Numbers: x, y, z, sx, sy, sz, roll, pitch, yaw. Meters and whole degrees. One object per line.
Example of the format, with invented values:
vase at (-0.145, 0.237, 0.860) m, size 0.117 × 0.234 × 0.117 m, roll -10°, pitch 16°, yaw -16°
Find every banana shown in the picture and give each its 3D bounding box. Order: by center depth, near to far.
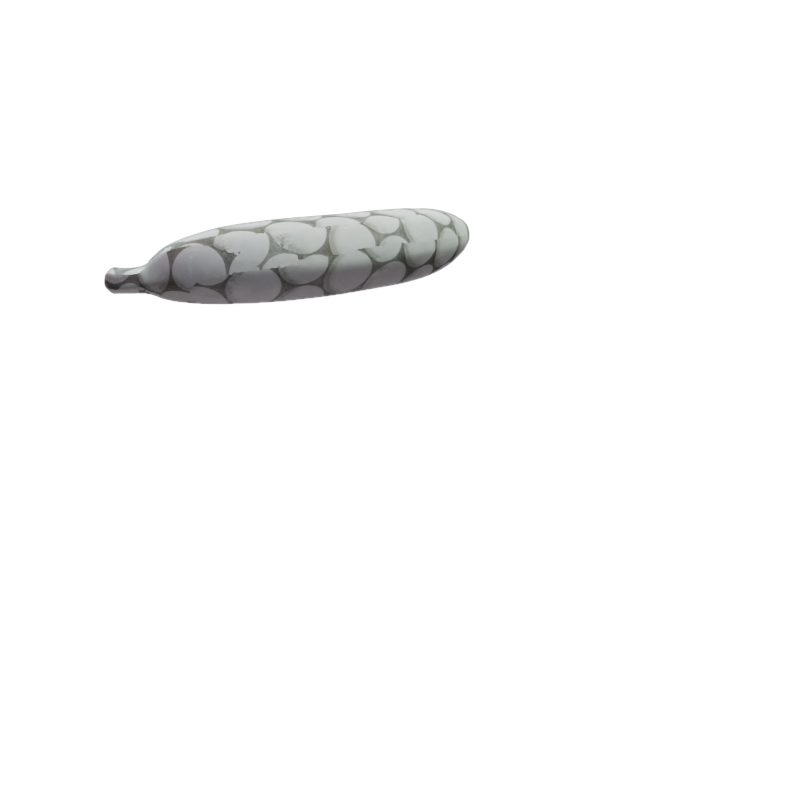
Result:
banana at (-0.037, -0.072, 0.529) m, size 0.193 × 0.035 × 0.074 m, roll -10°, pitch 20°, yaw -27°
